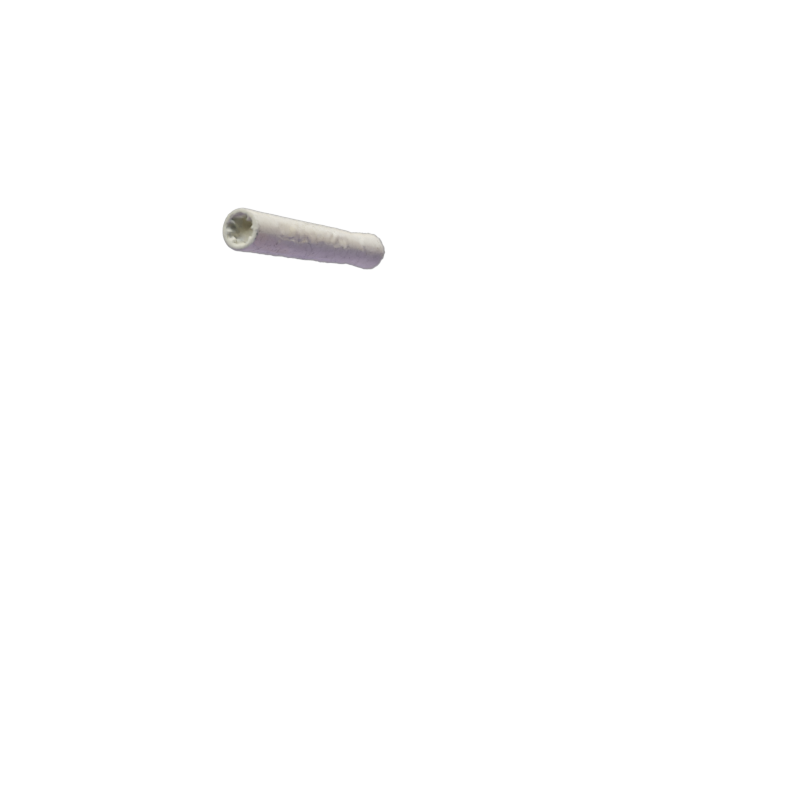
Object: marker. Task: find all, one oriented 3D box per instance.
[{"bbox_3d":[-0.041,-0.075,0.523,0.020,0.020,0.116,2,3,28],"label":"marker"}]
